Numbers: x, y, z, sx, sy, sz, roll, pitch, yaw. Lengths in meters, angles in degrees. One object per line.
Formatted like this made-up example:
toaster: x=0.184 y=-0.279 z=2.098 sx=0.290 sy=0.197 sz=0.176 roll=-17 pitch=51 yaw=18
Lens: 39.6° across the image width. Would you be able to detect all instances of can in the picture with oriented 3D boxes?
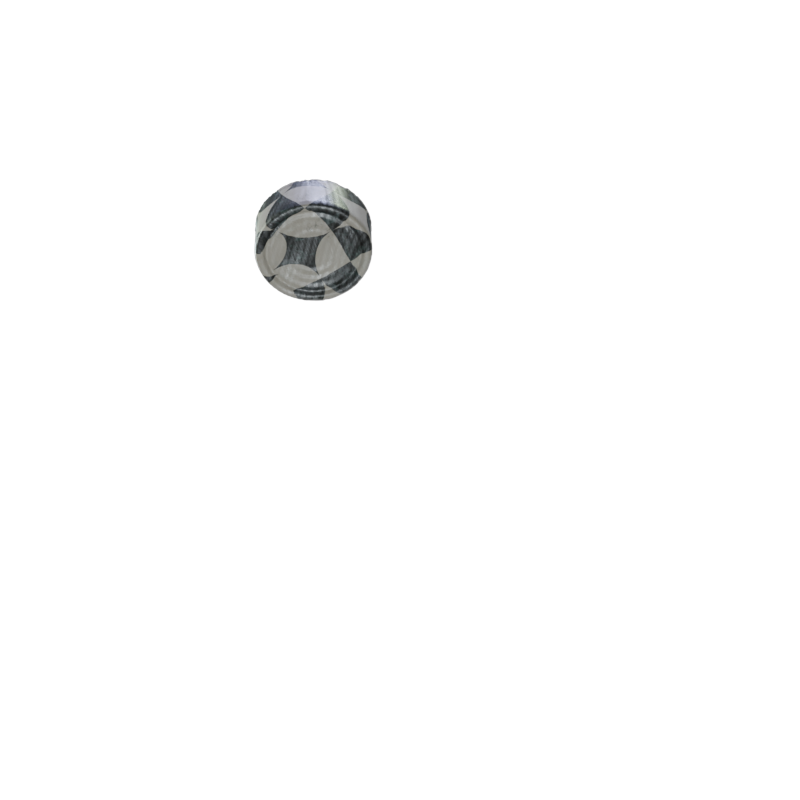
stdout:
can: x=-0.063 y=-0.114 z=0.801 sx=0.086 sy=0.080 sz=0.036 roll=1 pitch=36 yaw=-1
